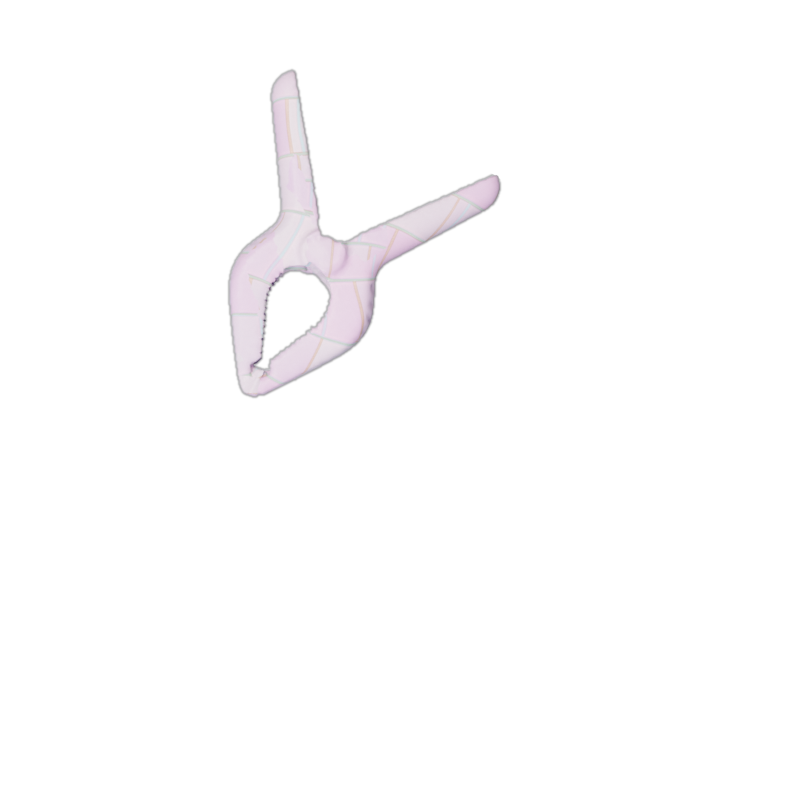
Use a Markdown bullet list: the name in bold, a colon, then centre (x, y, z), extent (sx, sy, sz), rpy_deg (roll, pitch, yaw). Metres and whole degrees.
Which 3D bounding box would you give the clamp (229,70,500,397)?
- **clamp**: centre (-0.056, -0.103, 0.719), extent (0.167, 0.212, 0.035), rpy_deg (34, -10, 6)
